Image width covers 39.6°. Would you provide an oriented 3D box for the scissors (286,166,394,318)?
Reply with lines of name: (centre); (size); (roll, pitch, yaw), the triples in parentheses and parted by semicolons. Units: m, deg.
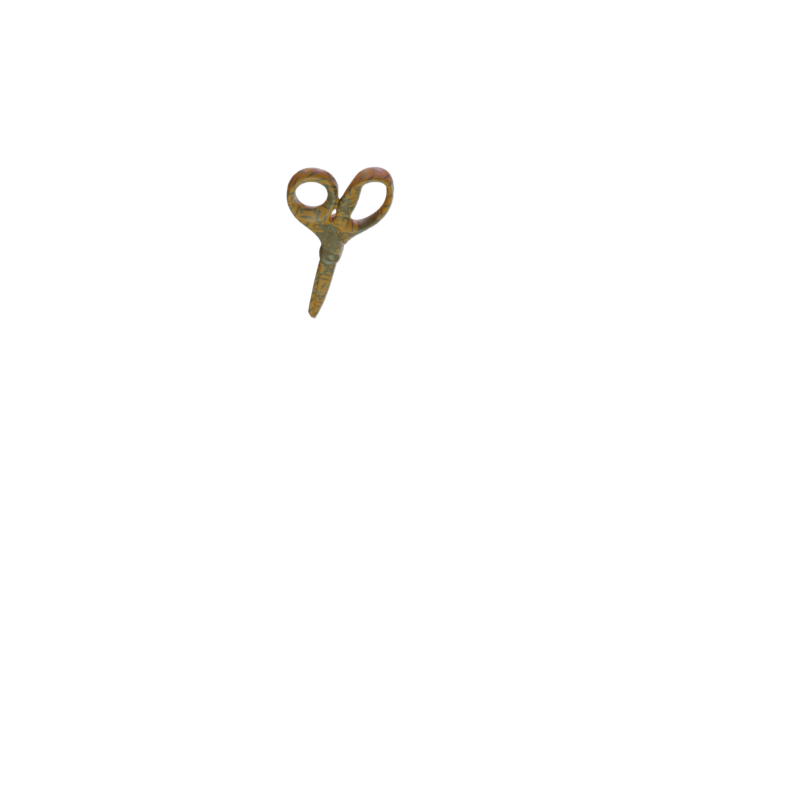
scissors: (-0.075, -0.136, 0.955); (0.092, 0.017, 0.196); (17, -39, -23)
